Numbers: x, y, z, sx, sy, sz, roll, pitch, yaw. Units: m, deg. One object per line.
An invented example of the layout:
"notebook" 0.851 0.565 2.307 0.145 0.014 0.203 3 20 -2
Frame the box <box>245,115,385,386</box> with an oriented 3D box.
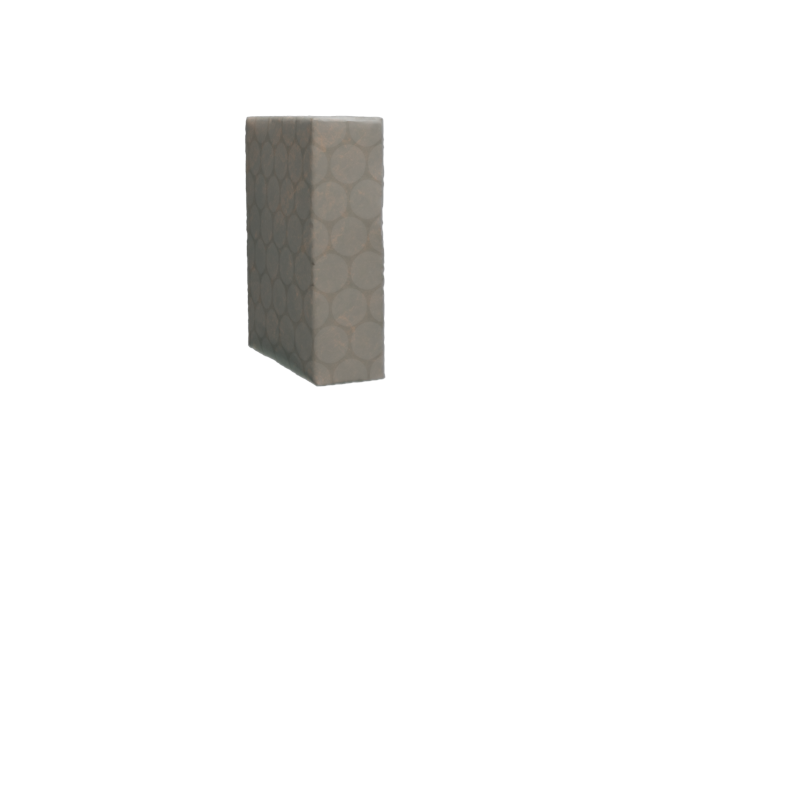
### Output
"box" -0.074 -0.135 0.946 0.070 0.210 0.172 -3 10 -25
